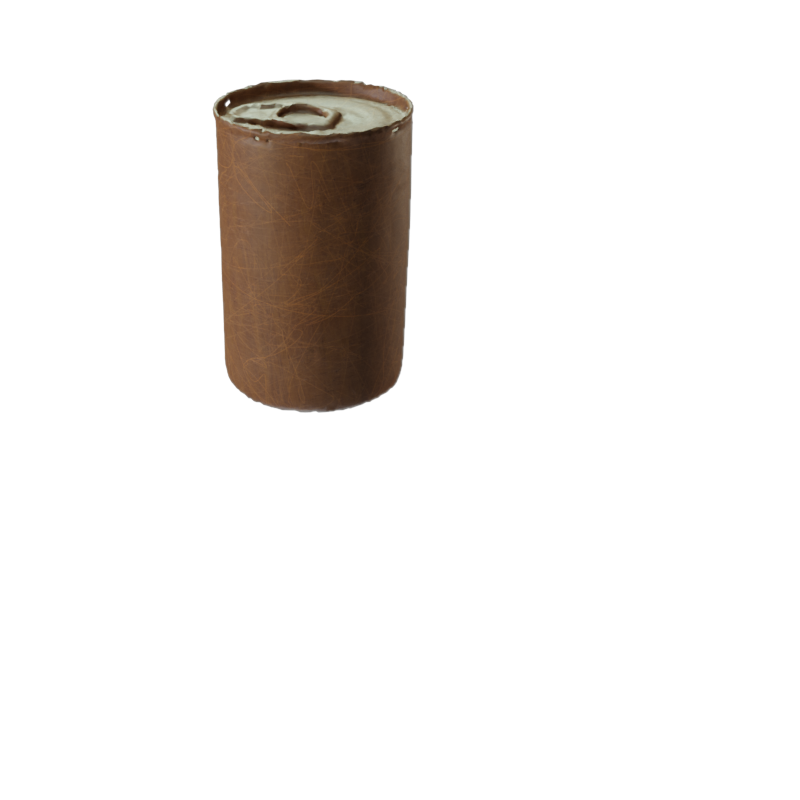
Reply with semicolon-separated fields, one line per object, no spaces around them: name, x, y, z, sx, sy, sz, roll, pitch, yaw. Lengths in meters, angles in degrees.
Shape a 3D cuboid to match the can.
can;-0.031;-0.056;0.394;0.068;0.097;0.072;0;26;-2
